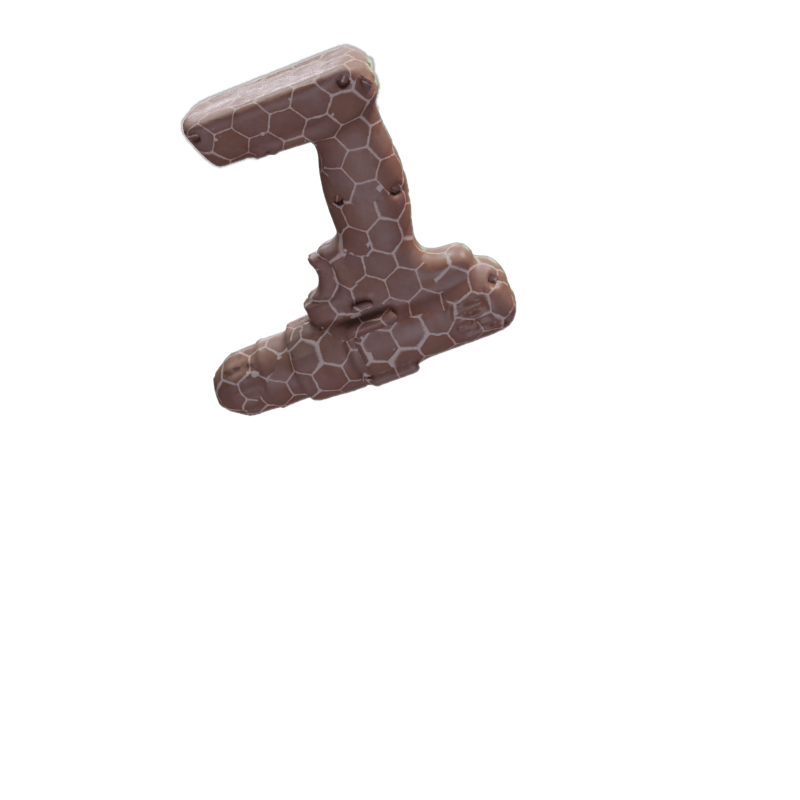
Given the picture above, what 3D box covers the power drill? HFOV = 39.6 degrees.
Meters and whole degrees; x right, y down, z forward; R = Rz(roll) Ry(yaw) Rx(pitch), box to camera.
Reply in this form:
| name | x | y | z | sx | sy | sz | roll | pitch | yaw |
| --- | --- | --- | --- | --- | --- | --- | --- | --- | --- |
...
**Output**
| name | x | y | z | sx | sy | sz | roll | pitch | yaw |
| --- | --- | --- | --- | --- | --- | --- | --- | --- | --- |
| power drill | -0.049 | -0.089 | 0.620 | 0.185 | 0.177 | 0.061 | -21 | 24 | 9 |
